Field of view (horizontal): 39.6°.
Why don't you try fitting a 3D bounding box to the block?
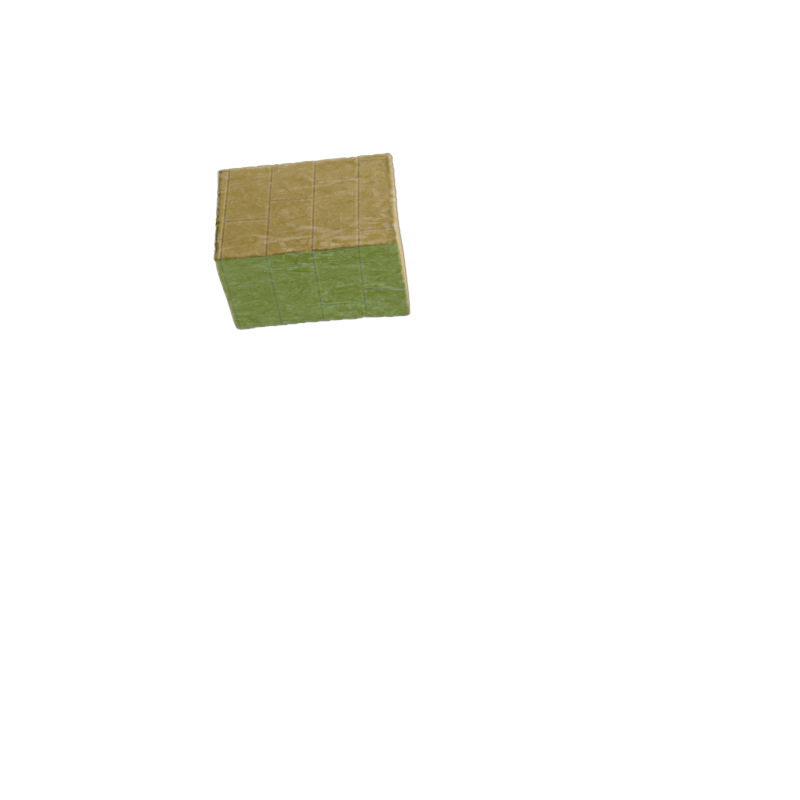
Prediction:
[{"bbox_3d":[-0.037,-0.068,0.476,0.078,0.055,0.049,-4,-35,5],"label":"block"}]
